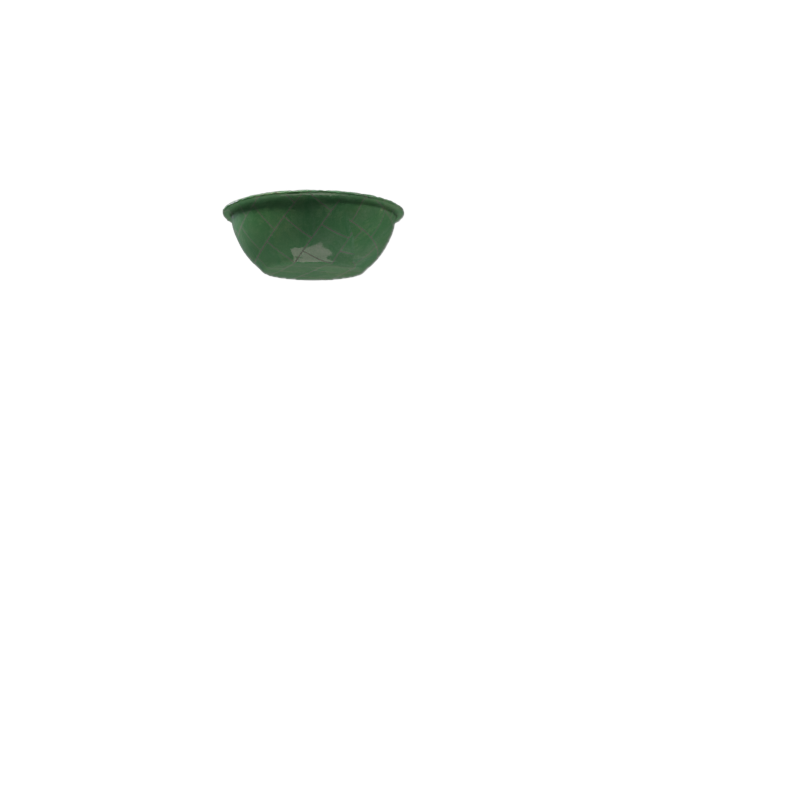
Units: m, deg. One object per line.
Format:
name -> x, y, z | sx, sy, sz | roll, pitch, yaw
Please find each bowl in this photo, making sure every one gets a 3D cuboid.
bowl -> -0.077, -0.140, 0.982 | 0.162, 0.056, 0.159 | 0, -5, -2
